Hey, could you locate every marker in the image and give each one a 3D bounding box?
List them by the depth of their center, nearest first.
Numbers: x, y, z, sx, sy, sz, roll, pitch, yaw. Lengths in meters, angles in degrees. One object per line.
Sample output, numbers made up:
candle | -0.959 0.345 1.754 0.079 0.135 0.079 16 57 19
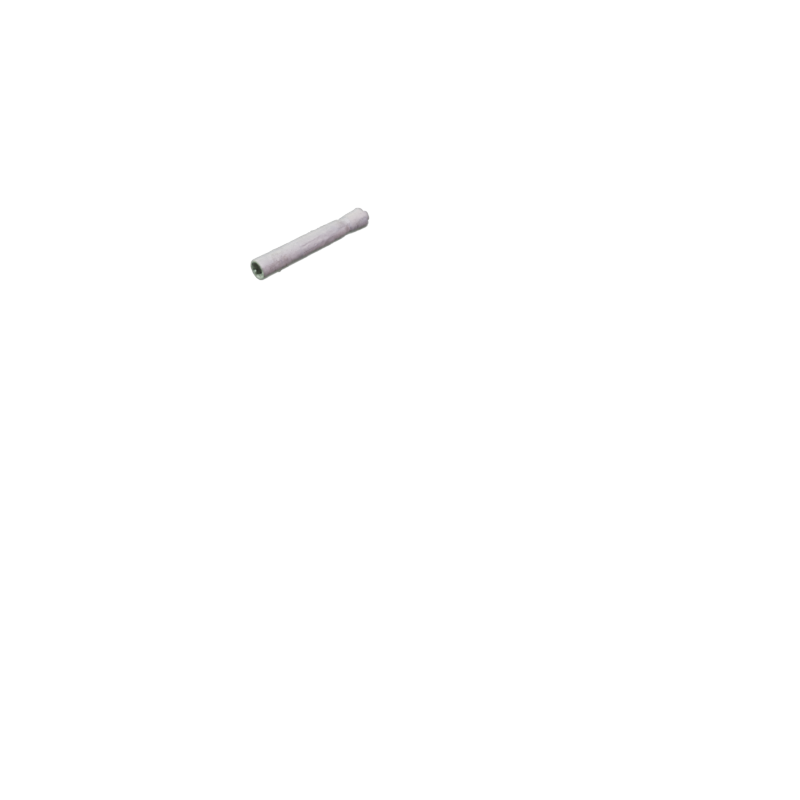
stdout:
marker | -0.073 -0.134 0.938 0.121 0.019 0.021 -32 21 -31
